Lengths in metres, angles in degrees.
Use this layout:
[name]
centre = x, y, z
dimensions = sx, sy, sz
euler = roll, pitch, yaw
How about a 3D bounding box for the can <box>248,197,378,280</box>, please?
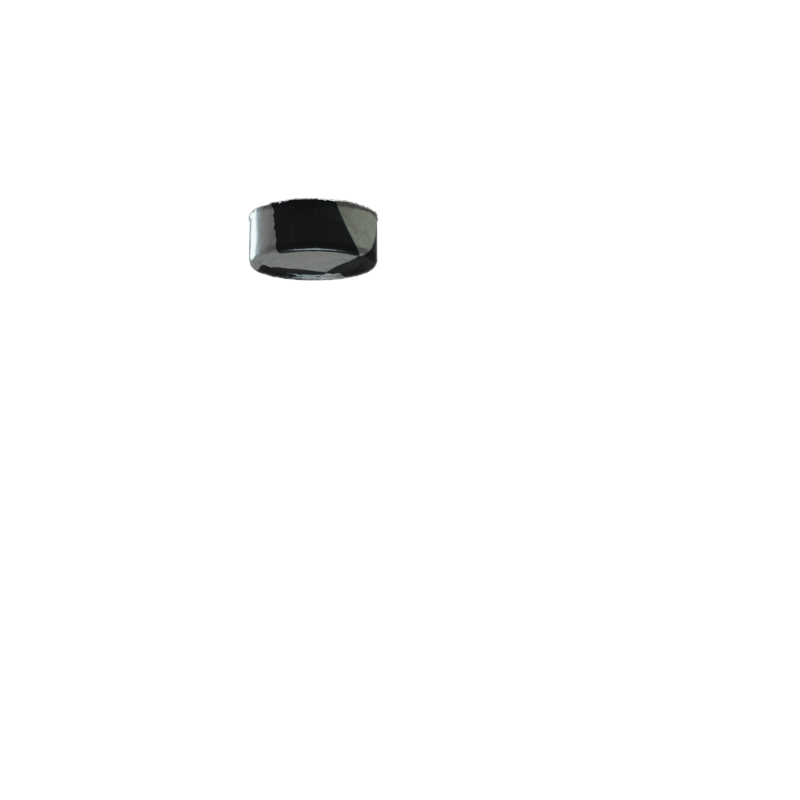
[can]
centre = -0.057, -0.104, 0.729
dimensions = 0.086, 0.035, 0.084
euler = 0, -9, -2
